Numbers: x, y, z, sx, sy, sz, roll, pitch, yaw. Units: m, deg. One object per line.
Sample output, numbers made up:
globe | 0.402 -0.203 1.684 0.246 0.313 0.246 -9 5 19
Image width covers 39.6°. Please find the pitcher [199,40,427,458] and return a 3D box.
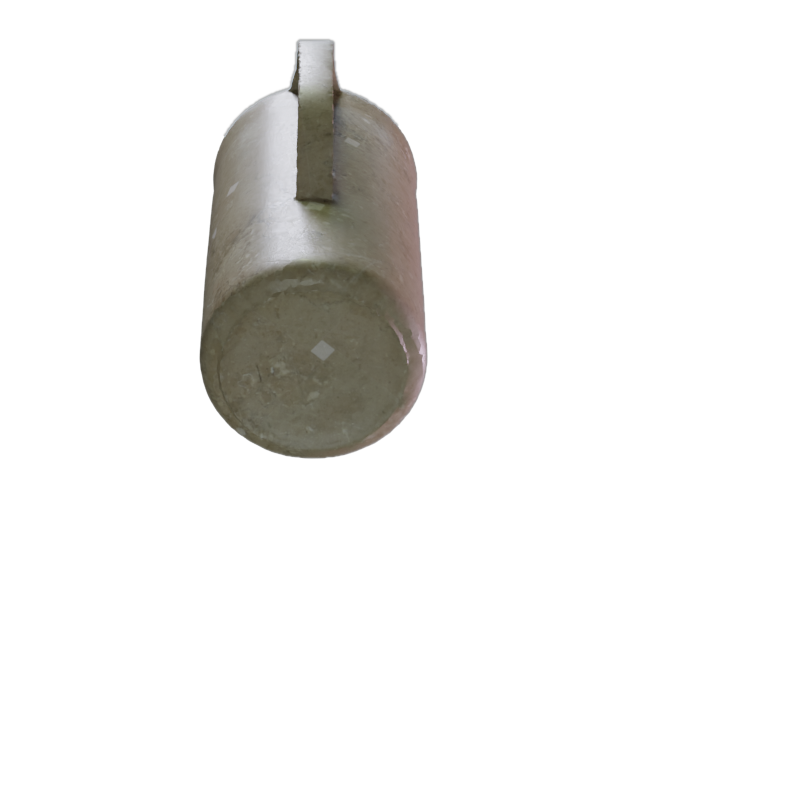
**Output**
pitcher | -0.048 -0.088 0.618 0.144 0.142 0.258 -39 25 18
